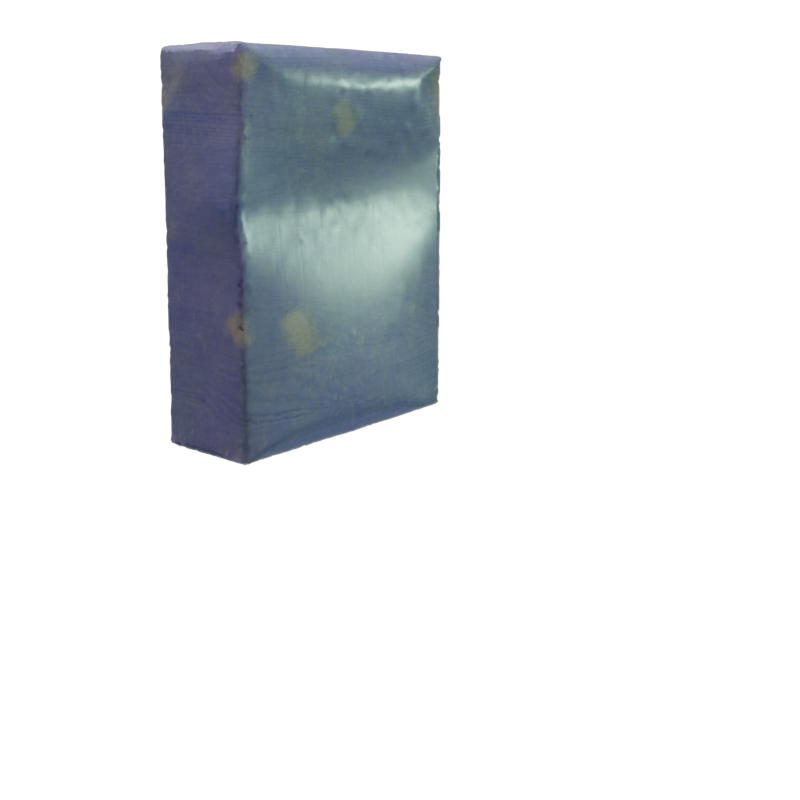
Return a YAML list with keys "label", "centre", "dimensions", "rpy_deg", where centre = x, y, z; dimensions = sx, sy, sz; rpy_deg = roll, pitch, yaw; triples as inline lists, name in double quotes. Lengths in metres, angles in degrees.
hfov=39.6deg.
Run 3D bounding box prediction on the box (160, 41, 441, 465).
- label: "box"
  centre: [-0.049, -0.089, 0.623]
  dimensions: [0.075, 0.210, 0.160]
  rpy_deg: [7, 11, 41]
